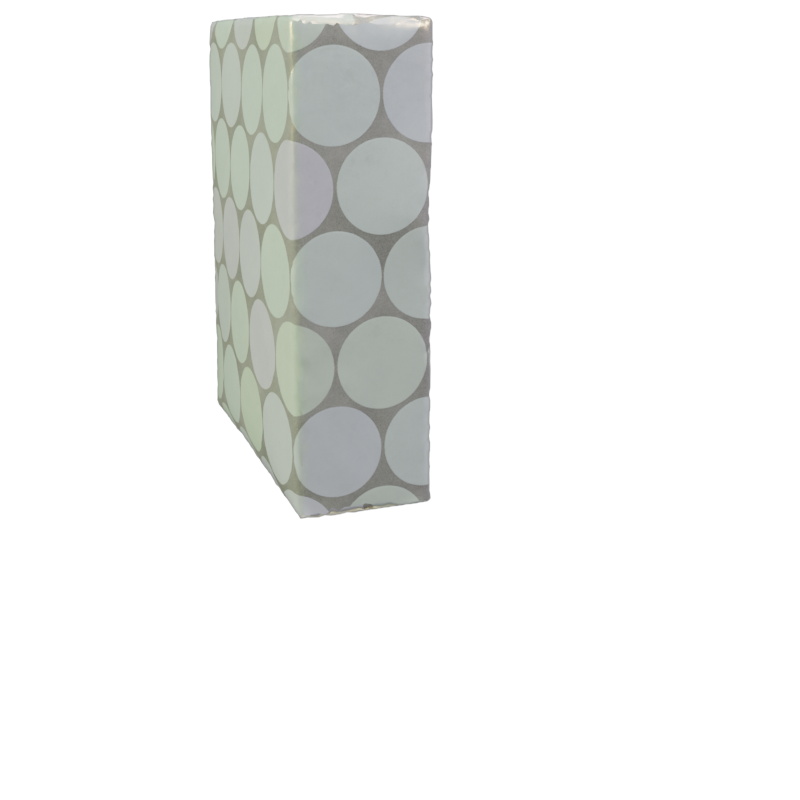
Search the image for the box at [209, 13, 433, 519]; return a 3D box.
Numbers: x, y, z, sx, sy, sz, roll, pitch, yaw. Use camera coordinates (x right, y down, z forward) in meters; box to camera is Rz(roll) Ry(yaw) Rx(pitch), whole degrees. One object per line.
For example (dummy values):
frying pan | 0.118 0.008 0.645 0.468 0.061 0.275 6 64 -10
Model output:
box | -0.042 -0.077 0.539 0.070 0.208 0.173 -3 14 -20
